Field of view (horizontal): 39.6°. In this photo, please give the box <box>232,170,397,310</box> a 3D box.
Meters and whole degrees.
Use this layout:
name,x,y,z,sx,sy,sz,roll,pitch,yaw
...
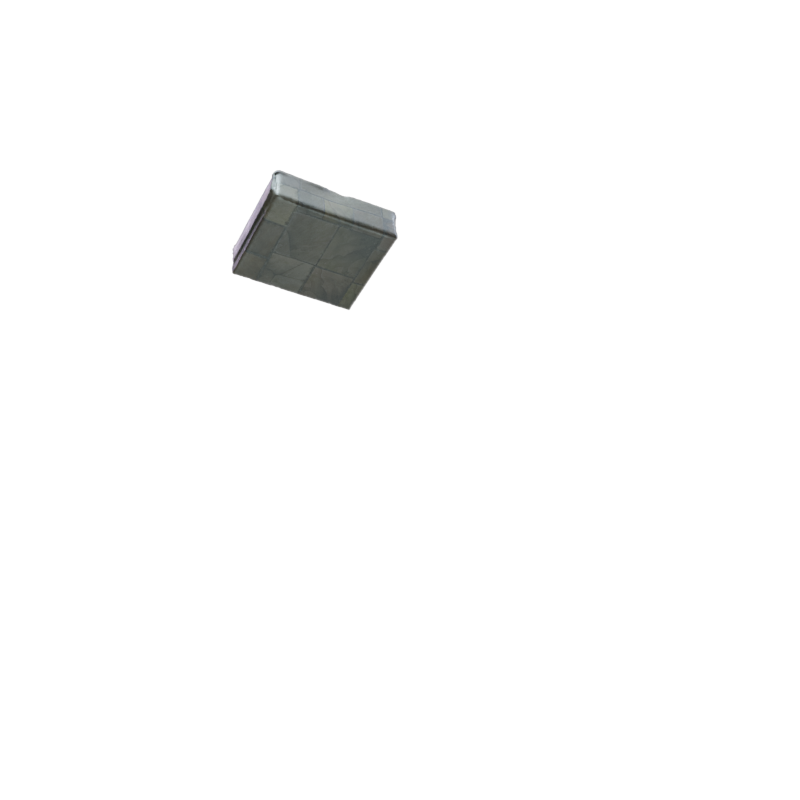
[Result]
name,x,y,z,sx,sy,sz,roll,pitch,yaw
box,-0.057,-0.104,0.731,0.086,0.032,0.070,18,-48,-18
